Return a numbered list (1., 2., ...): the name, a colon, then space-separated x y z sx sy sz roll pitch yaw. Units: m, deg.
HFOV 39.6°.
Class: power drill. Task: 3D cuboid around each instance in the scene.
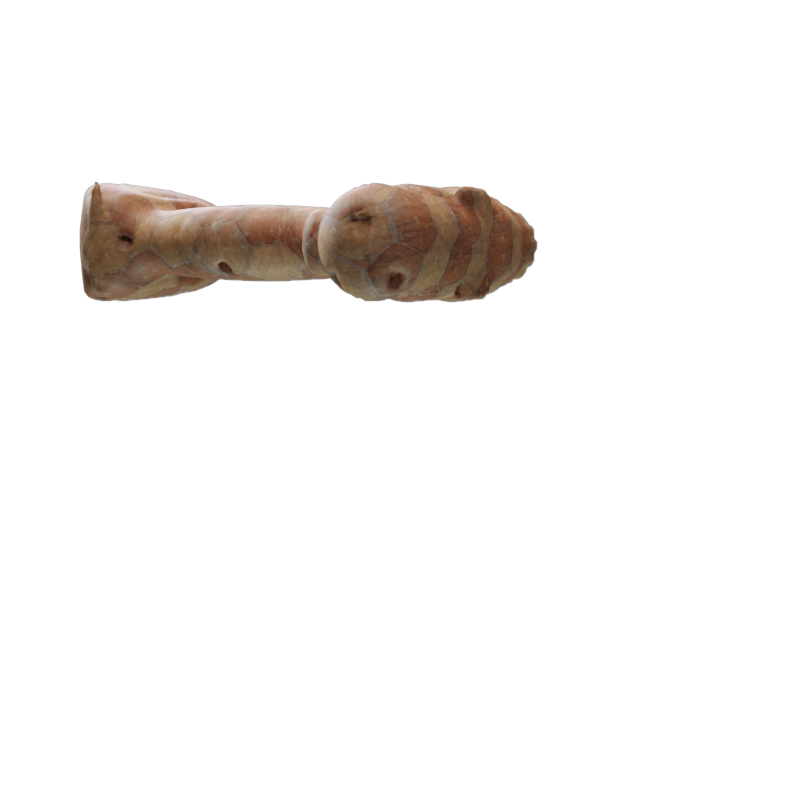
1. power drill: -0.041 -0.075 0.528 0.193 0.057 0.179 2 5 25
